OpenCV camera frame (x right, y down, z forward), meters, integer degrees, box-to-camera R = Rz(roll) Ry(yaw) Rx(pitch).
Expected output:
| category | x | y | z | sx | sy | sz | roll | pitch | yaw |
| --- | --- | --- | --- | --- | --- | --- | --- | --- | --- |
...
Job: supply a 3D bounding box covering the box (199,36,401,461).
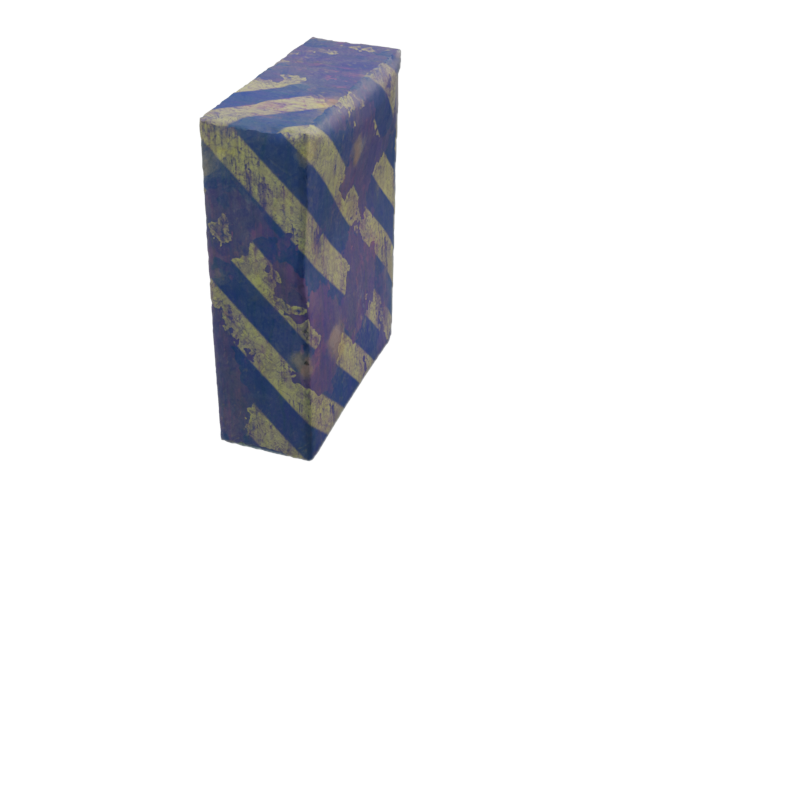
| category | x | y | z | sx | sy | sz | roll | pitch | yaw |
| --- | --- | --- | --- | --- | --- | --- | --- | --- | --- |
| box | -0.054 | -0.099 | 0.691 | 0.074 | 0.201 | 0.169 | 11 | 32 | 14 |
